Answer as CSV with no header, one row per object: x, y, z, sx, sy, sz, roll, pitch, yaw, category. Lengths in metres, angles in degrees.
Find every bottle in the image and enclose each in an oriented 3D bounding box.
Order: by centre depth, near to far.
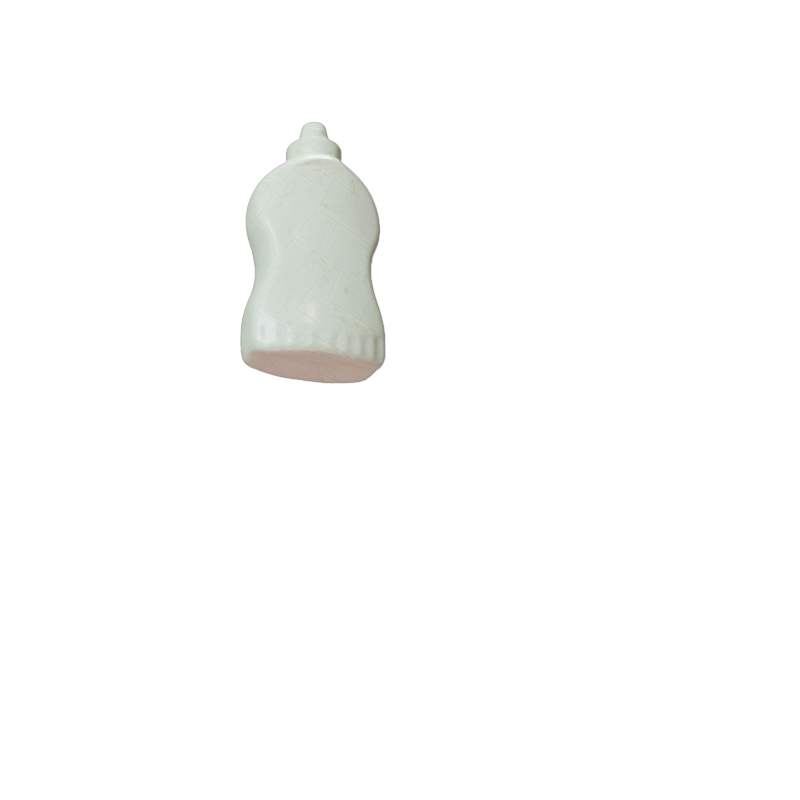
-0.061,-0.112,0.780,0.093,0.203,0.057,7,-28,-18,bottle
